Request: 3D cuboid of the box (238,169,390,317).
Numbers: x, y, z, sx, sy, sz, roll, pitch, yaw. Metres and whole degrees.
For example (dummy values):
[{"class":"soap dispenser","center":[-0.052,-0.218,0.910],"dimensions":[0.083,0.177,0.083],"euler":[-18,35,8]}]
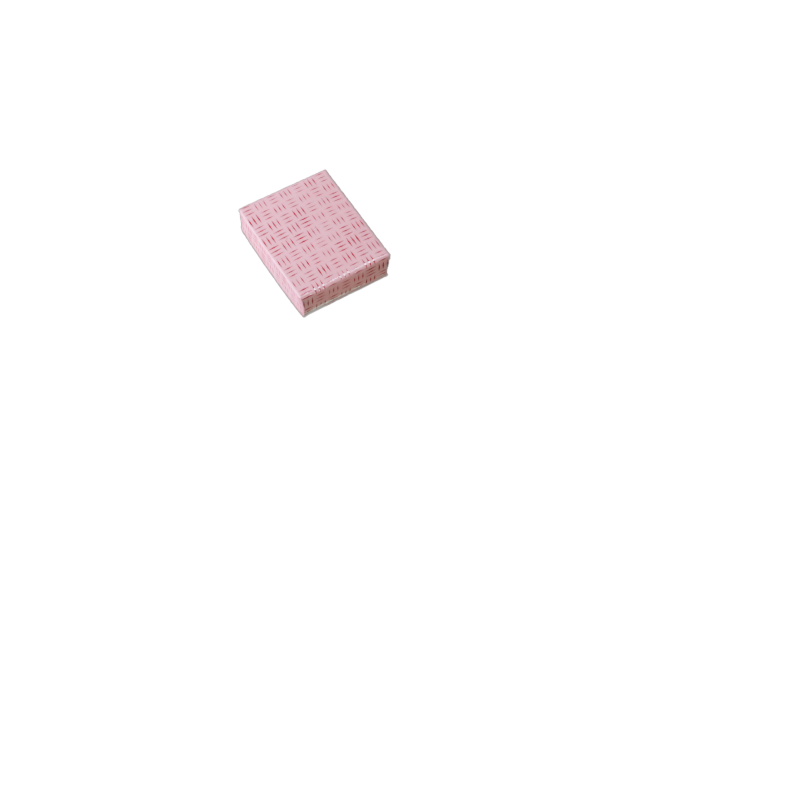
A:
[{"class":"box","center":[-0.076,-0.138,0.965],"dimensions":[0.090,0.121,0.036],"euler":[-28,-27,-16]}]
